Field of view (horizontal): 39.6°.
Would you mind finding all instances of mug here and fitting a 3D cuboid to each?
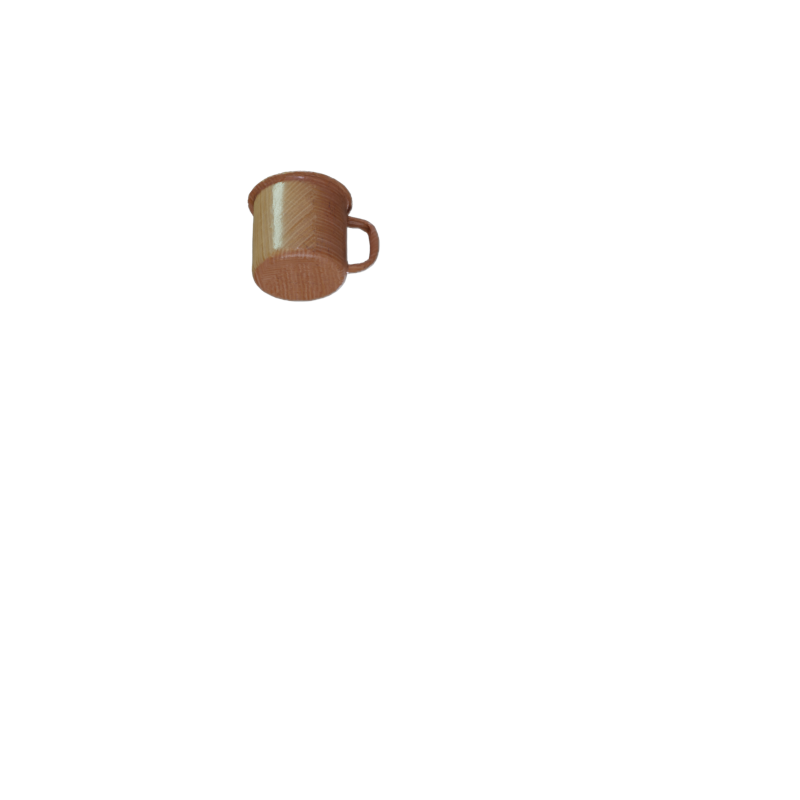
[{"bbox_3d":[-0.075,-0.137,0.960,0.115,0.087,0.089,7,-31,-13],"label":"mug"}]
